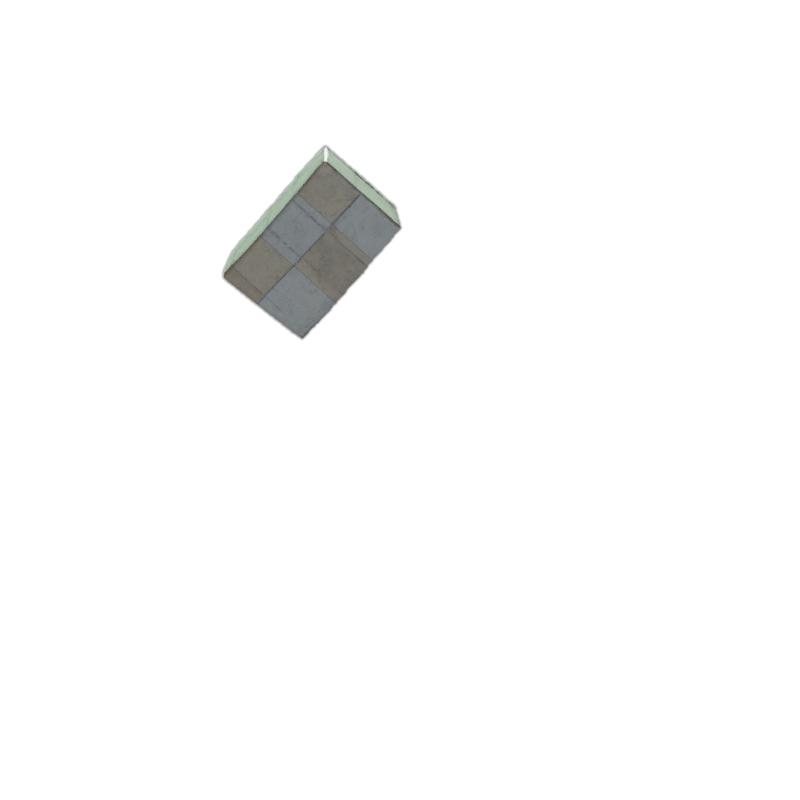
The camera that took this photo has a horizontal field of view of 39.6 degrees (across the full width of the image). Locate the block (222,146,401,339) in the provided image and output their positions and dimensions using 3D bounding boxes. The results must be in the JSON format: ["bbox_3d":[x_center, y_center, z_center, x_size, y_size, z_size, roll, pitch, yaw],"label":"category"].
[{"bbox_3d":[-0.044,-0.080,0.563,0.051,0.077,0.053,41,10,-13],"label":"block"}]
